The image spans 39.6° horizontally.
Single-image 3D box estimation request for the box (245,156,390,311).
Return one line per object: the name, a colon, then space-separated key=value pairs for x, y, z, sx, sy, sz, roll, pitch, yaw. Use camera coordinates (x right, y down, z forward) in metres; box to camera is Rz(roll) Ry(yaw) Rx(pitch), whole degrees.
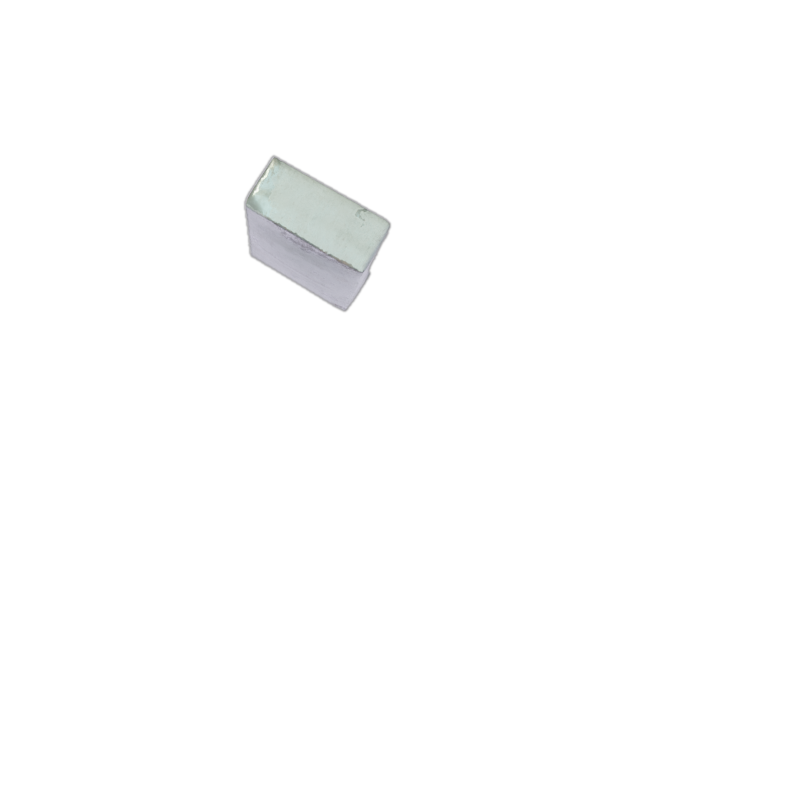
box: x=-0.064 y=-0.115 z=0.807 sx=0.094 sy=0.048 sz=0.174 roll=31 pitch=-4 yaw=-1
